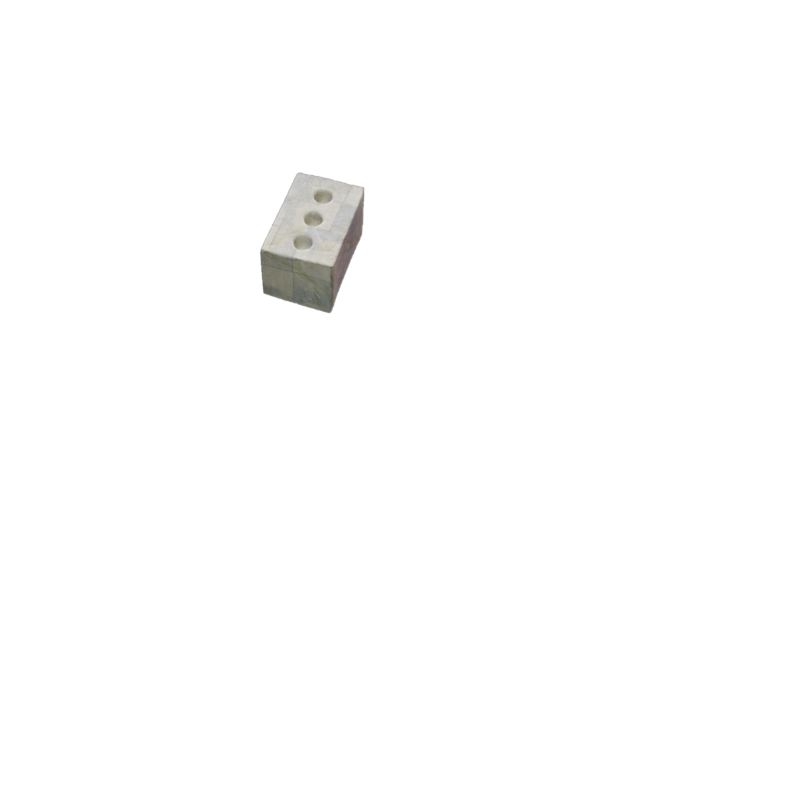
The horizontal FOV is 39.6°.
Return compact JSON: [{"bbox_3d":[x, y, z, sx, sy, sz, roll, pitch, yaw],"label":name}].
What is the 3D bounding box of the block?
[{"bbox_3d":[-0.061,-0.111,0.780,0.054,0.082,0.048,14,-35,8],"label":"block"}]
